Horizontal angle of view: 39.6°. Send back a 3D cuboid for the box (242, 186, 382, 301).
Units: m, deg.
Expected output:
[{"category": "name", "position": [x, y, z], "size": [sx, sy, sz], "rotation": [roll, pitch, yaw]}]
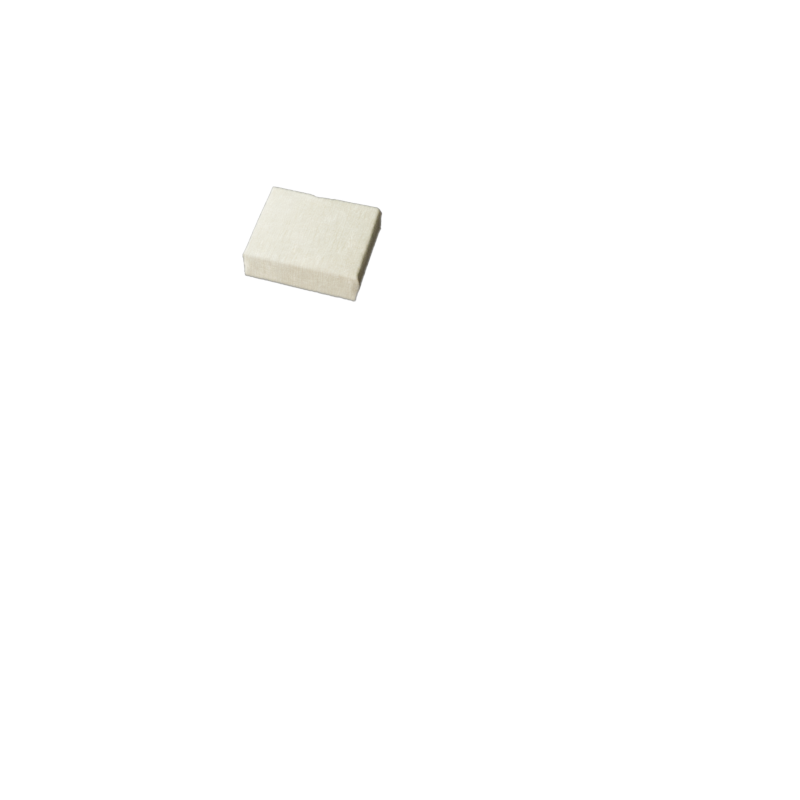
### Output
[{"category": "box", "position": [-0.065, -0.119, 0.834], "size": [0.091, 0.077, 0.028], "rotation": [12, -37, 9]}]
